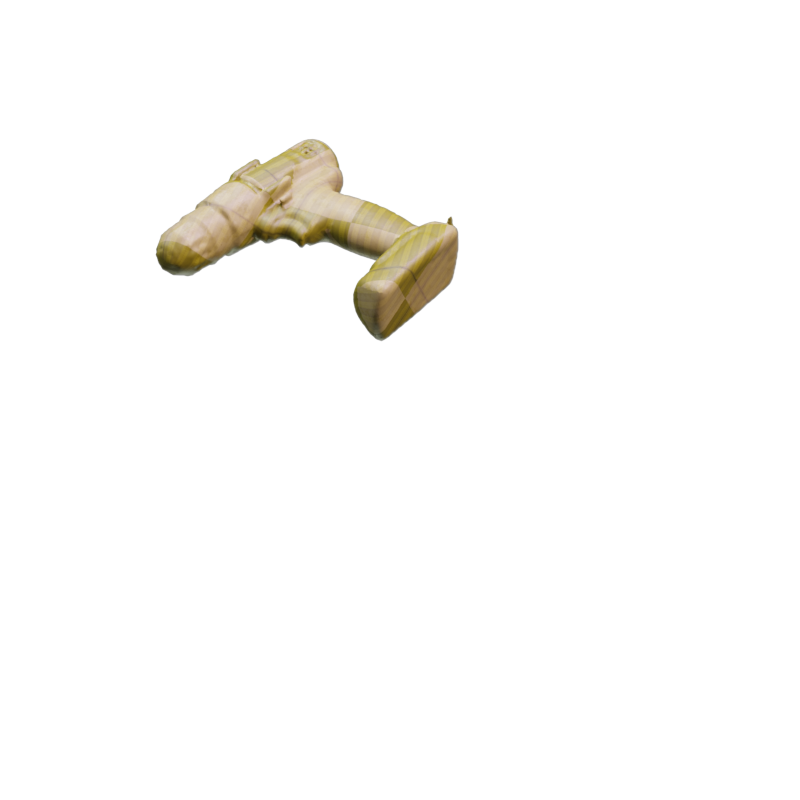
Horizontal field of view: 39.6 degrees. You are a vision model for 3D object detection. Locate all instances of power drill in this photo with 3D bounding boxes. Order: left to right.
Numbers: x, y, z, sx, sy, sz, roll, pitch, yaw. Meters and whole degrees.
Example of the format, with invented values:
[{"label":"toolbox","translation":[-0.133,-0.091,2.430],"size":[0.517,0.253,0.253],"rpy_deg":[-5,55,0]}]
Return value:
[{"label":"power drill","translation":[-0.066,-0.120,0.841],"size":[0.199,0.053,0.187],"rpy_deg":[31,53,27]}]
